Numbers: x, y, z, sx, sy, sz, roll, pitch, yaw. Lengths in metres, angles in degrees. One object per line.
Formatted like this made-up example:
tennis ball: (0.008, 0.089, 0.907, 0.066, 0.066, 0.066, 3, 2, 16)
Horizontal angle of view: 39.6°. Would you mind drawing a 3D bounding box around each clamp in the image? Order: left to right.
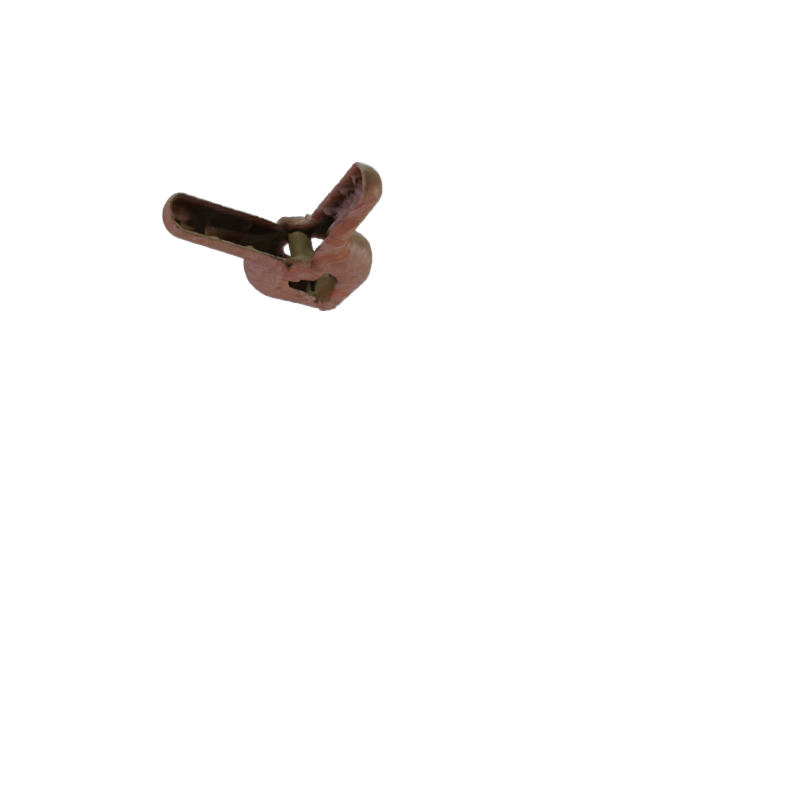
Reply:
clamp: (-0.051, -0.093, 0.655, 0.122, 0.041, 0.162, -4, -12, 18)
